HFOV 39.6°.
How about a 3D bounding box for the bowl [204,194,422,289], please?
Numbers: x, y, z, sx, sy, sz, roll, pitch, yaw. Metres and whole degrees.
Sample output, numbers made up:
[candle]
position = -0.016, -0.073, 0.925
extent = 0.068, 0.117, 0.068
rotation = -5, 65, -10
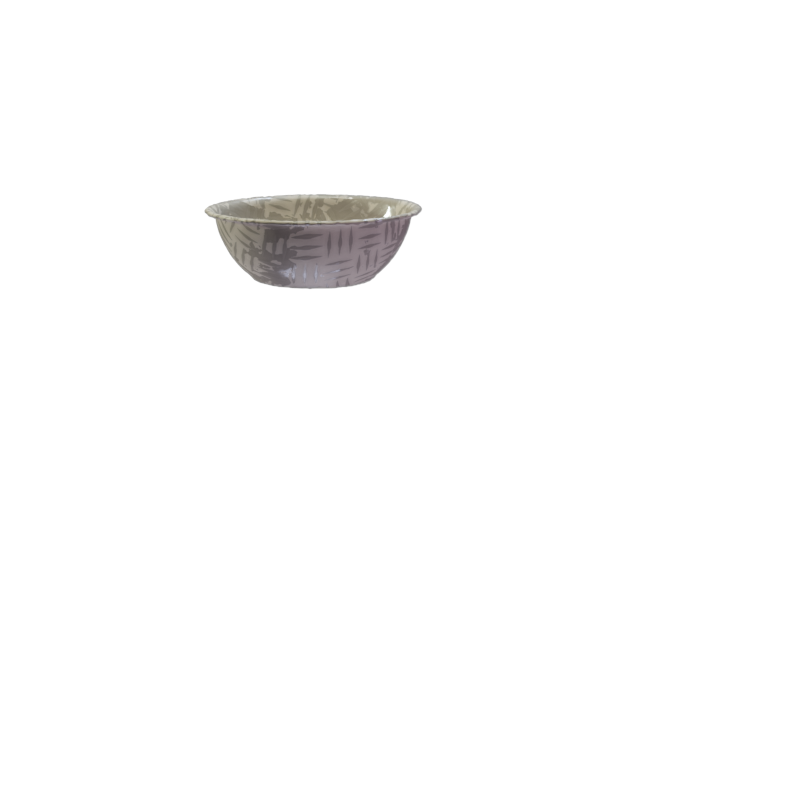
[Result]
[bowl]
position = -0.065, -0.119, 0.831
extent = 0.162, 0.053, 0.167
rotation = -1, 16, -2
